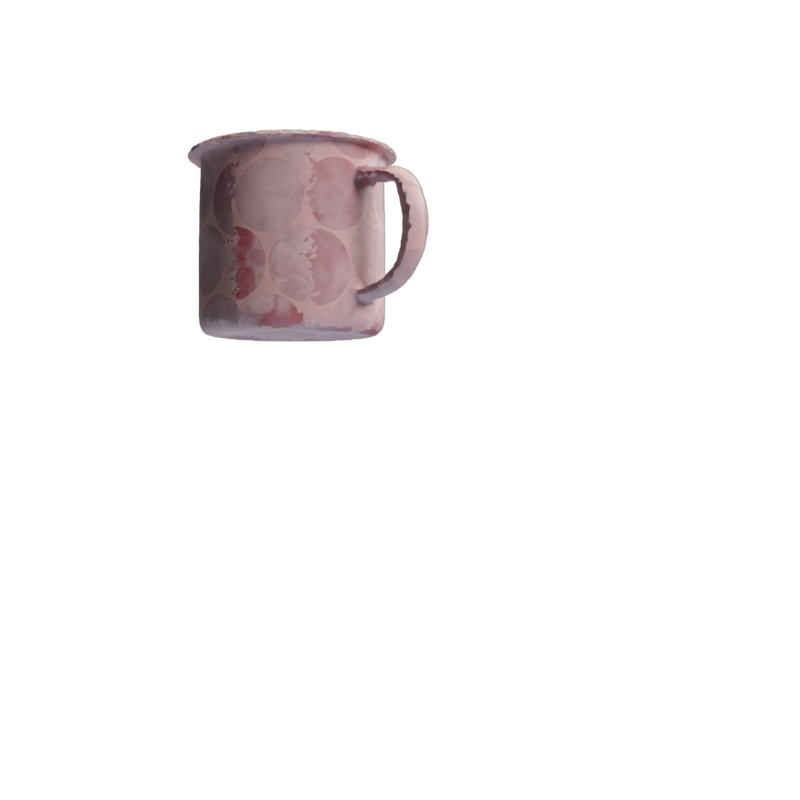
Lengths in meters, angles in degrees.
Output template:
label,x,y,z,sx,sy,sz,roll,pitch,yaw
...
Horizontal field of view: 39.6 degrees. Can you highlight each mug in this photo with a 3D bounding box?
label,x,y,z,sx,sy,sz,roll,pitch,yaw
mug,-0.038,-0.069,0.482,0.121,0.083,0.089,-3,-5,36
